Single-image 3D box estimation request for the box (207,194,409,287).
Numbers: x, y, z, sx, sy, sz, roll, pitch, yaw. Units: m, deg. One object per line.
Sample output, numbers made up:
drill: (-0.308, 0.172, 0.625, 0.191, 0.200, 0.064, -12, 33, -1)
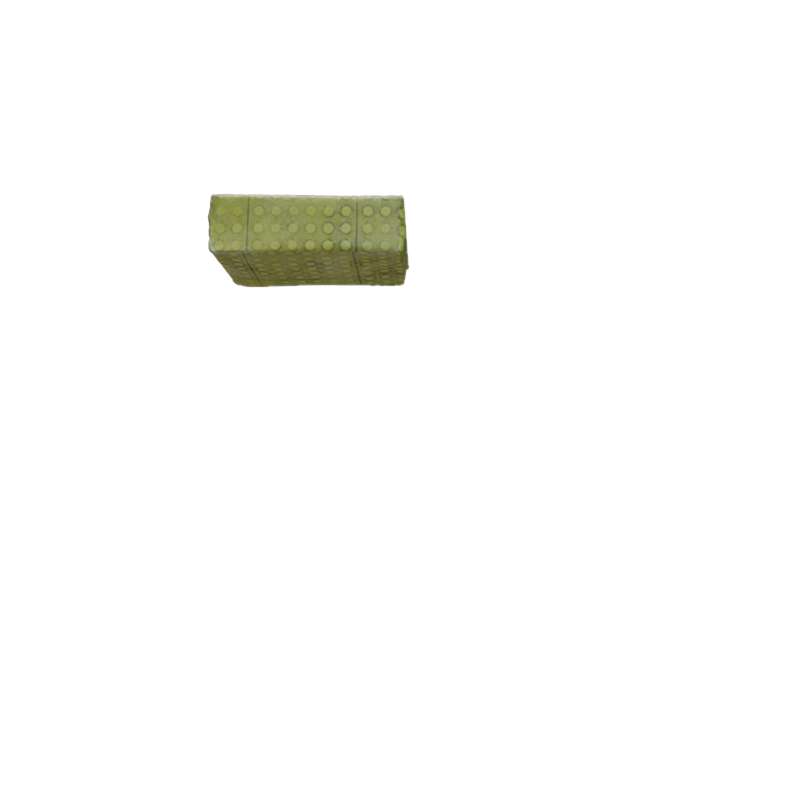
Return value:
box: (-0.052, -0.095, 0.664, 0.114, 0.040, 0.087, -1, -9, 3)
